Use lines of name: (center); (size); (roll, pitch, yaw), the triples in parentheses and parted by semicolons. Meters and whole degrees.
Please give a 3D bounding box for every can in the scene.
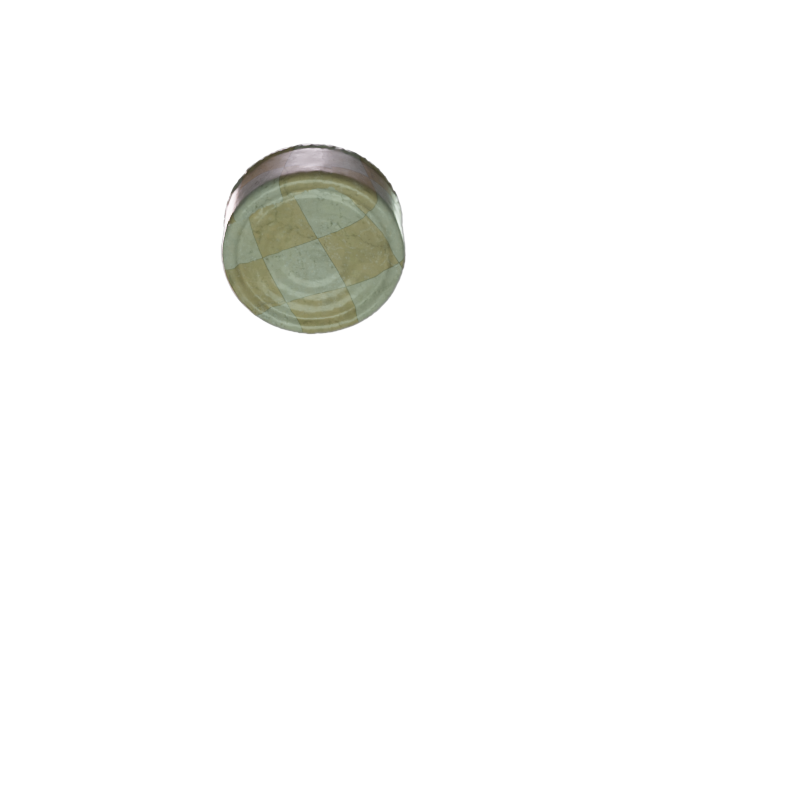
can: (-0.040, -0.074, 0.517); (0.086, 0.081, 0.036); (1, 31, -1)
